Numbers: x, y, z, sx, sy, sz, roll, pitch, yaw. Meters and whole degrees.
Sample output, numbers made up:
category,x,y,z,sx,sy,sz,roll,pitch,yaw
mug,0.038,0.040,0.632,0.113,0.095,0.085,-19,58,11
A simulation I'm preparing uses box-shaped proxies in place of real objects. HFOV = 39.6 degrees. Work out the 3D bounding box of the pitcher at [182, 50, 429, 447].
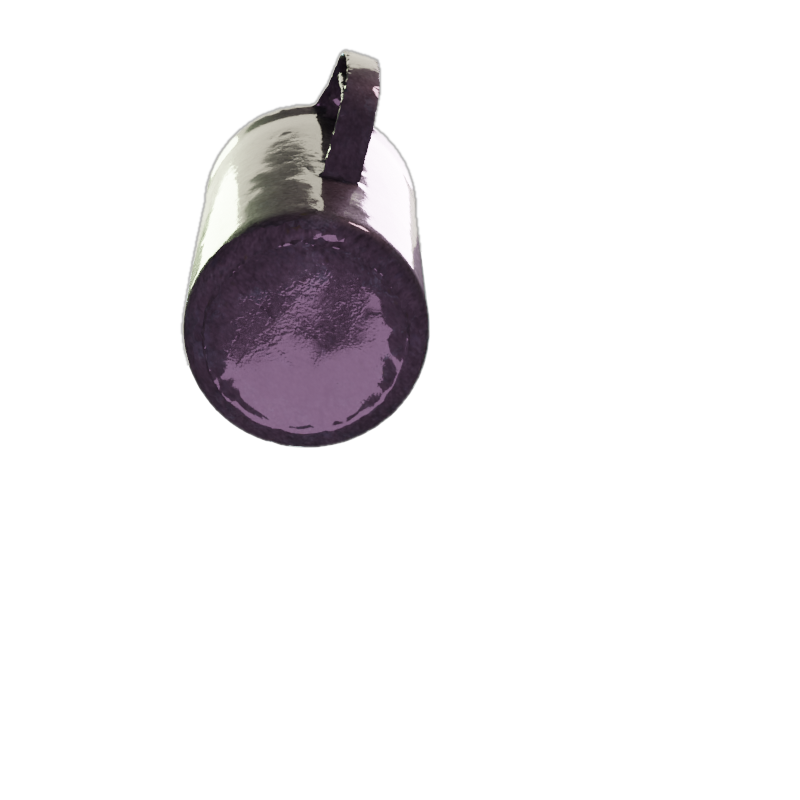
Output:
category,x,y,z,sx,sy,sz,roll,pitch,yaw
pitcher,-0.046,-0.084,0.585,0.145,0.143,0.254,-26,20,6
